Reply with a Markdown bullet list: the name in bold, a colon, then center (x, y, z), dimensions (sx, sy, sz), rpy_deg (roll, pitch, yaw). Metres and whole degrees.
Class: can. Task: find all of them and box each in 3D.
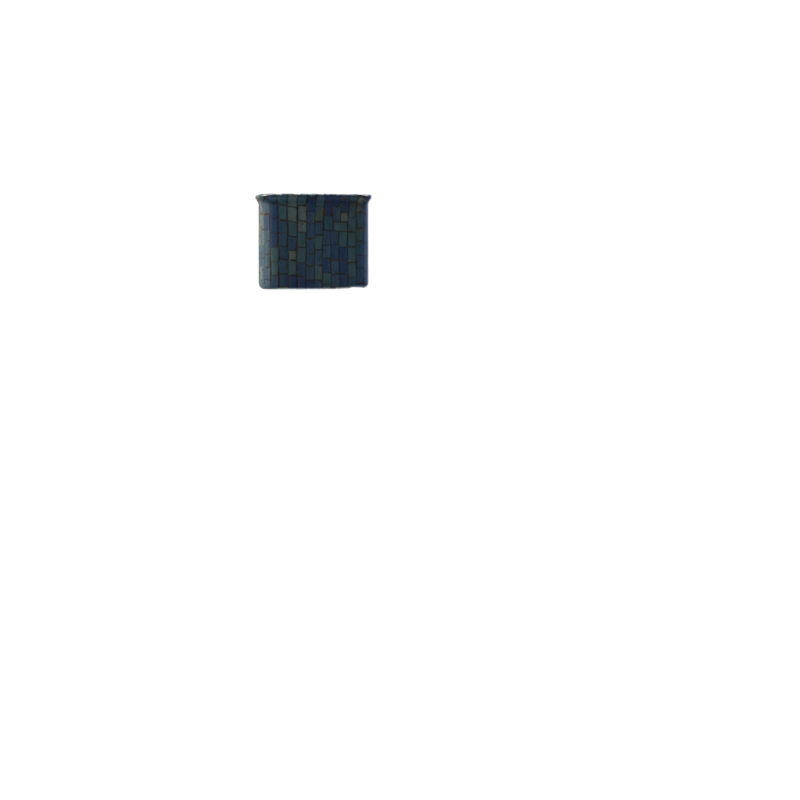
- **can**: center (-0.078, -0.142, 0.991), dimensions (0.100, 0.084, 0.059), rpy_deg (-1, 2, -13)
